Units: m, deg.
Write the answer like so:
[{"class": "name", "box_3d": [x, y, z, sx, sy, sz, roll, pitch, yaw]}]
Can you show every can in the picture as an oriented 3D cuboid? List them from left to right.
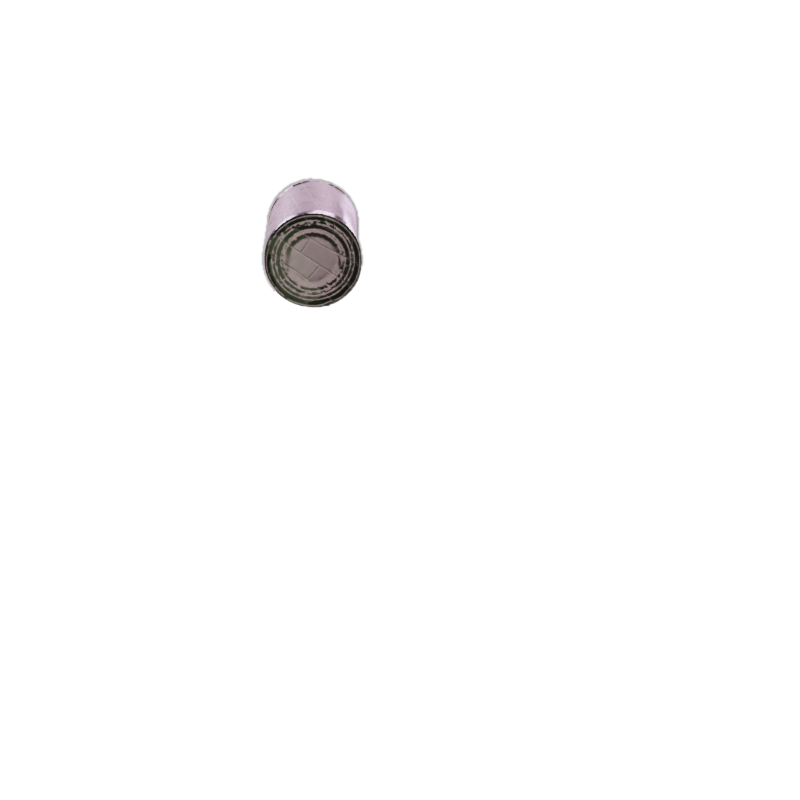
[{"class": "can", "box_3d": [-0.061, -0.112, 0.781, 0.068, 0.066, 0.107, 0, 21, -3]}]
